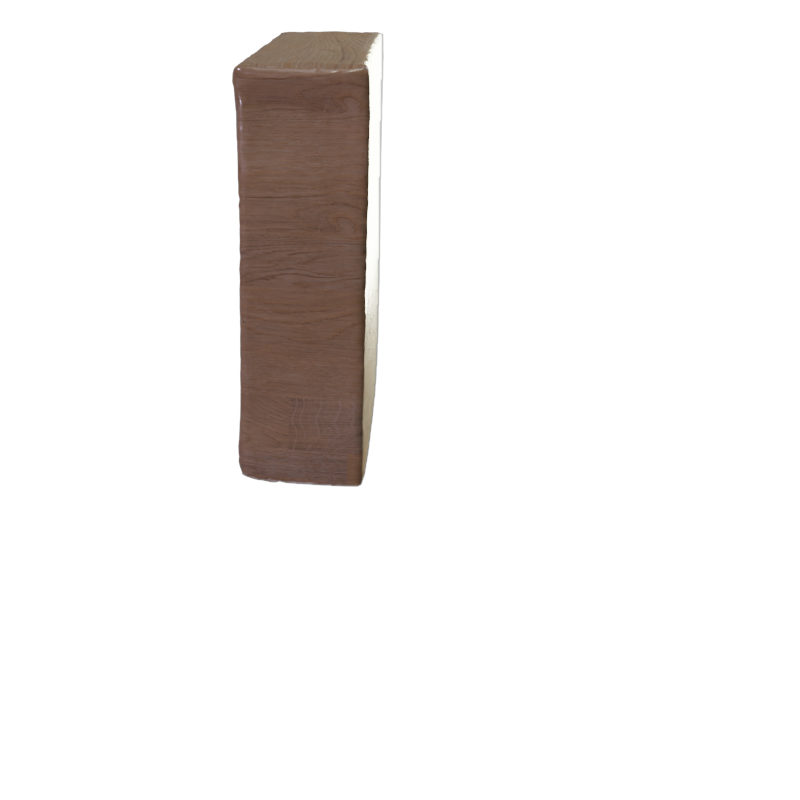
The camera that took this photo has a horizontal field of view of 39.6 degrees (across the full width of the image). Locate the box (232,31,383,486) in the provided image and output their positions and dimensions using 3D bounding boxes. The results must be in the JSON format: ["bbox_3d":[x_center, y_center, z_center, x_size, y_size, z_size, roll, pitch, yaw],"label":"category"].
[{"bbox_3d":[-0.048,-0.087,0.607,0.072,0.205,0.170,2,19,1],"label":"box"}]
